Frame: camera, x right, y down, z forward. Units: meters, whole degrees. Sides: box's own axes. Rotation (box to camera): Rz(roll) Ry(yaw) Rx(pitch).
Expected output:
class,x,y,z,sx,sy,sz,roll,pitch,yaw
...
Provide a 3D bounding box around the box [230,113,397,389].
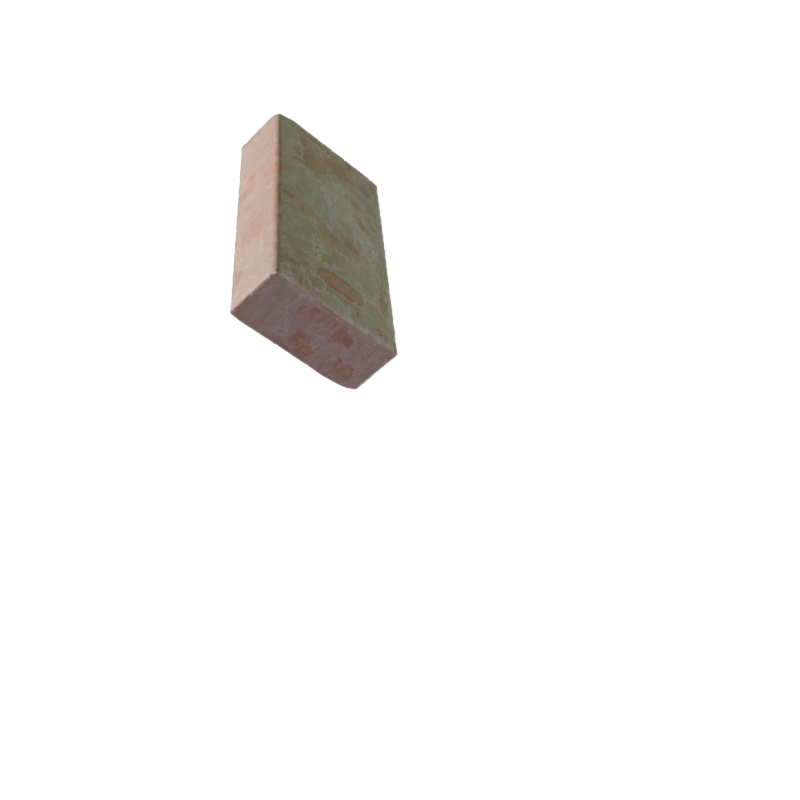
class,x,y,z,sx,sy,sz,roll,pitch,yaw
box,-0.053,-0.096,0.674,0.088,0.189,0.047,33,-58,-29
